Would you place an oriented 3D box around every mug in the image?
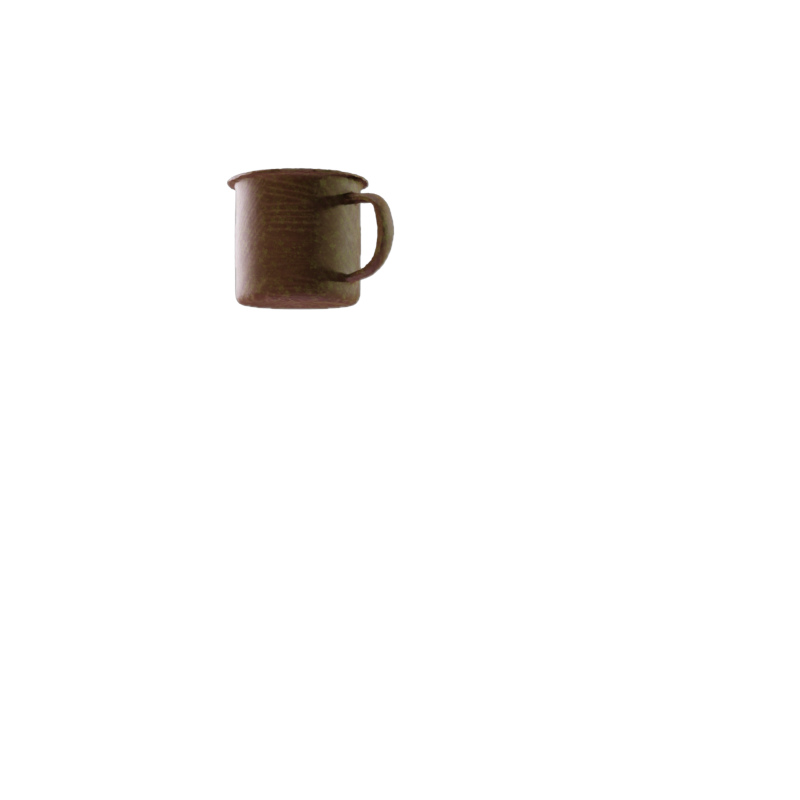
[{"bbox_3d":[-0.056,-0.102,0.715,0.121,0.083,0.089,-2,-4,30],"label":"mug"}]
